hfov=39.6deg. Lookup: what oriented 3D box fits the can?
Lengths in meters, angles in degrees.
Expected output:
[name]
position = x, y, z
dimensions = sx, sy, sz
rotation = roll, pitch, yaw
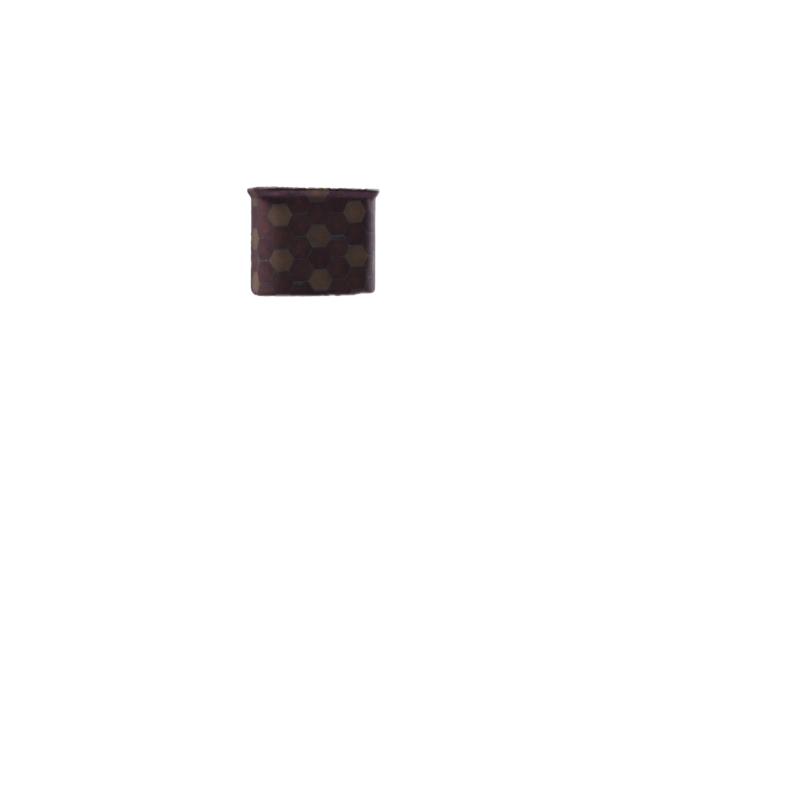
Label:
[can]
position = -0.068, -0.125, 0.873
dimensions = 0.099, 0.084, 0.059
rotation = -2, 3, -20
